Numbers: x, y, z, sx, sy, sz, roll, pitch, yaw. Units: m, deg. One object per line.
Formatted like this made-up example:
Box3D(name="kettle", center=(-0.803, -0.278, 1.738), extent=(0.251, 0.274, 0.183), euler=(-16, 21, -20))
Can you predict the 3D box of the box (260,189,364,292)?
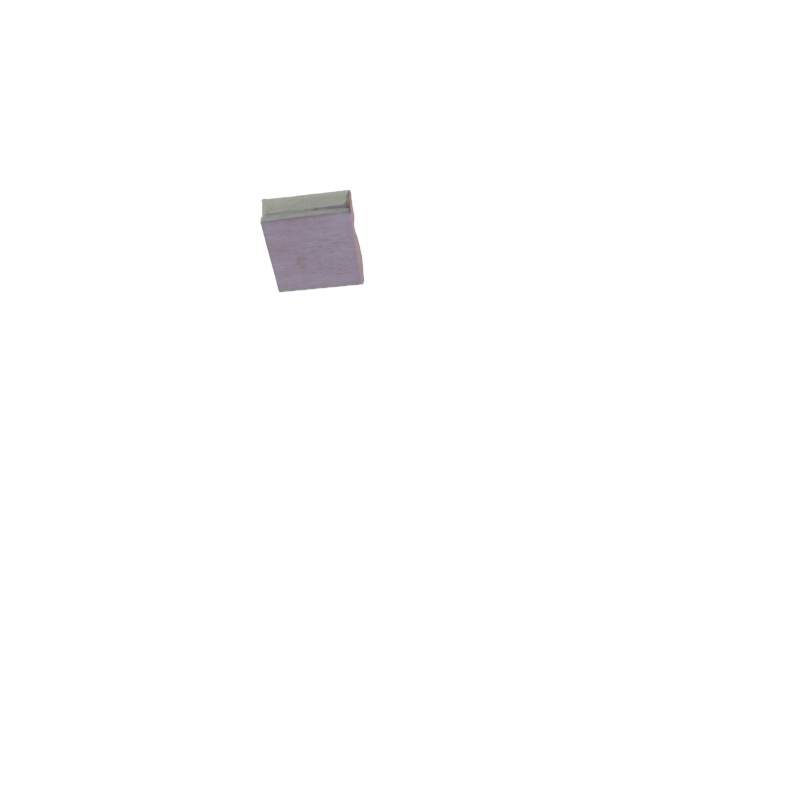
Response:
Box3D(name="box", center=(-0.071, -0.130, 0.909), extent=(0.073, 0.032, 0.083), euler=(-5, -40, 5))
